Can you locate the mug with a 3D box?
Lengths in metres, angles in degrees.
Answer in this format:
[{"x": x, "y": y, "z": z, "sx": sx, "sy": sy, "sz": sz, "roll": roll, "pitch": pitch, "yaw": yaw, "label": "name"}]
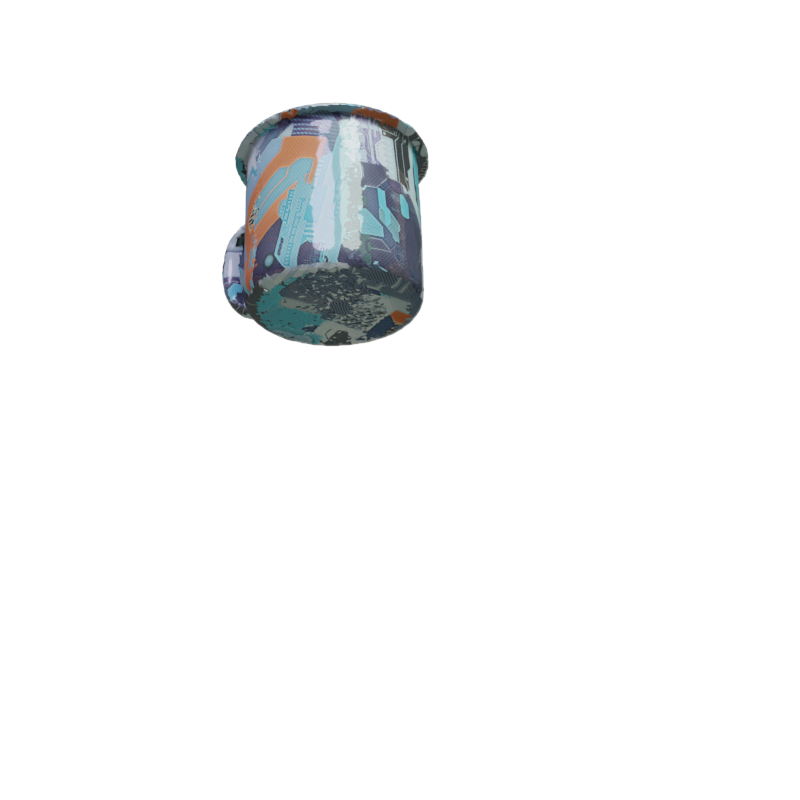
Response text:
[{"x": -0.041, "y": -0.074, "z": 0.521, "sx": 0.118, "sy": 0.087, "sz": 0.087, "roll": -20, "pitch": -33, "yaw": 33, "label": "mug"}]
